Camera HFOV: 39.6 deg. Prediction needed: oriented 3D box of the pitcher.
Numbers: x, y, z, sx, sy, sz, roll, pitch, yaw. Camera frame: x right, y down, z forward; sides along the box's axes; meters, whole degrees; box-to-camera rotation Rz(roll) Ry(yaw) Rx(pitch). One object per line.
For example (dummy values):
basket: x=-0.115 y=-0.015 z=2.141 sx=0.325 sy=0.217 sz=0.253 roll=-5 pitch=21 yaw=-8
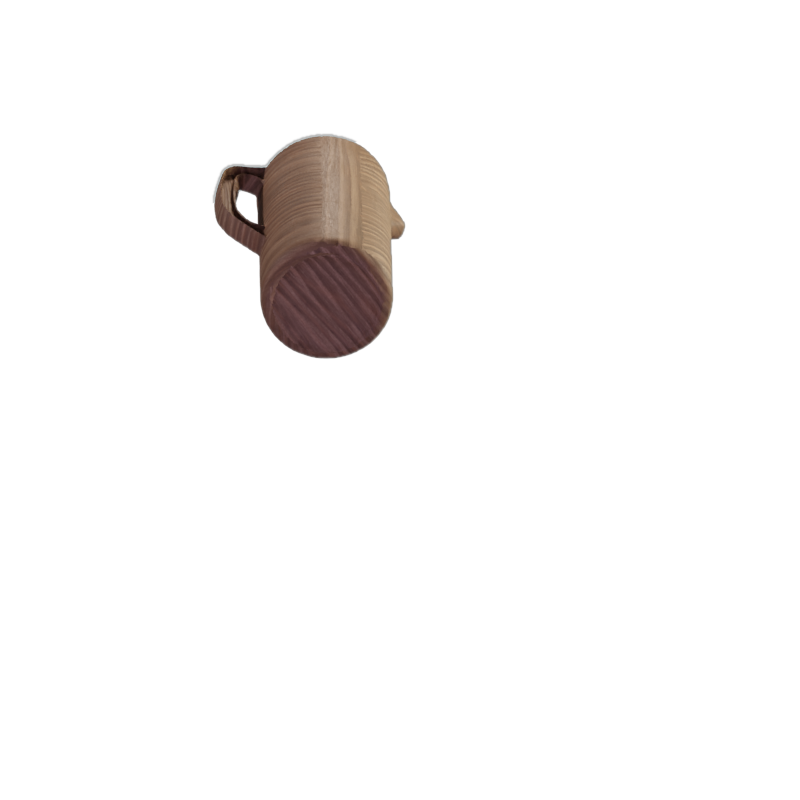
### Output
pitcher: x=-0.078 y=-0.142 z=0.995 sx=0.149 sy=0.137 sz=0.257 roll=-22 pitch=27 yaw=8
